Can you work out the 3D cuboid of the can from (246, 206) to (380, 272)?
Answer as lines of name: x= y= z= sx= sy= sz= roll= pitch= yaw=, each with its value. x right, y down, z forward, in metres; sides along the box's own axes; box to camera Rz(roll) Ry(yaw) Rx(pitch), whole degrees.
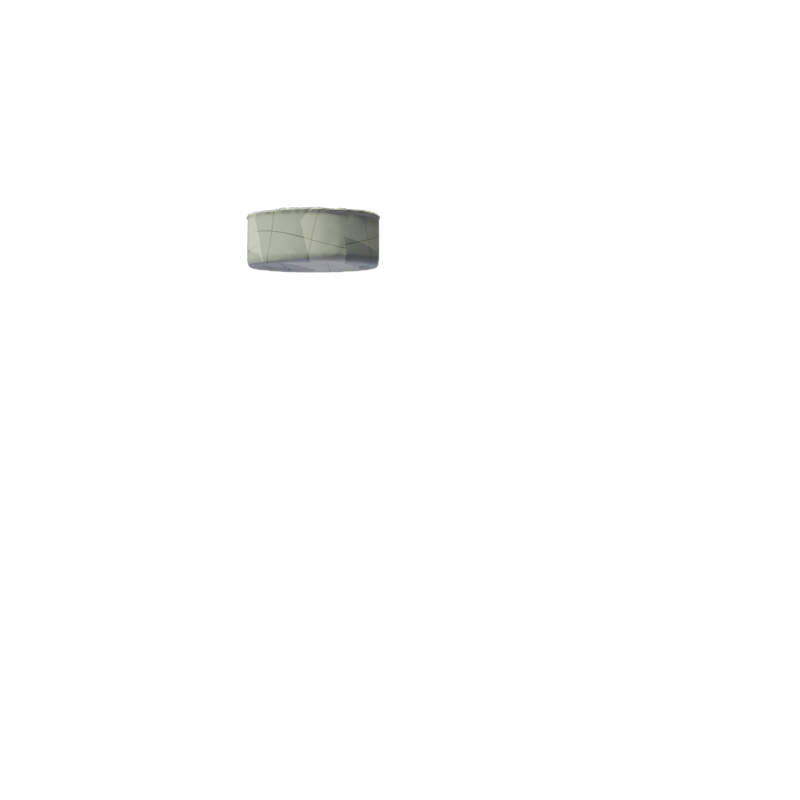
can: x=-0.055 y=-0.101 z=0.709 sx=0.086 sy=0.034 sz=0.086 roll=0 pitch=1 yaw=-2
